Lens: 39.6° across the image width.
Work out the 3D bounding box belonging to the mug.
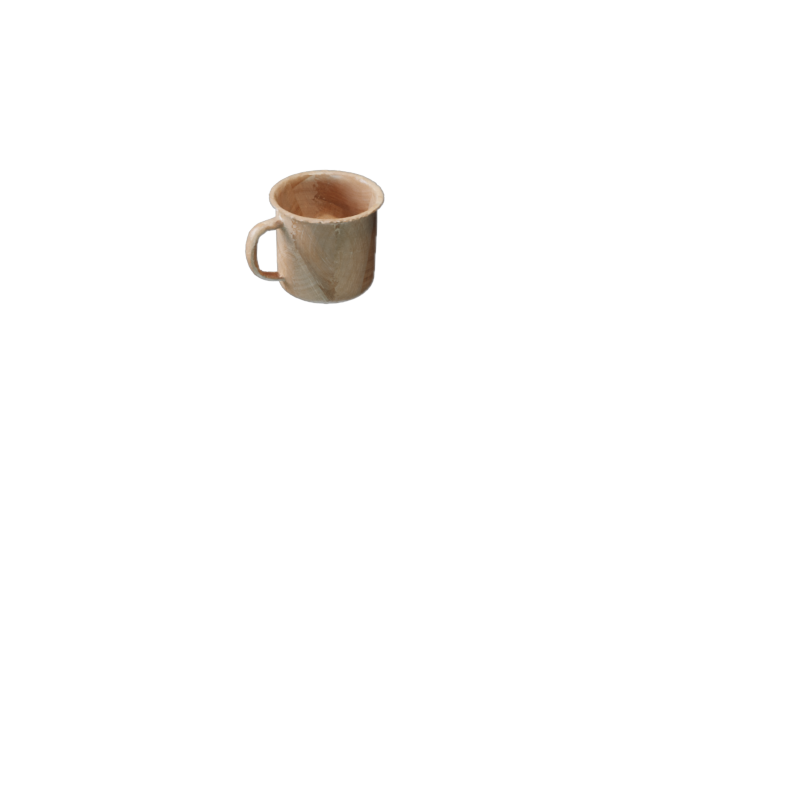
[{"bbox_3d":[-0.071,-0.129,0.902,0.115,0.076,0.101,-18,38,-25],"label":"mug"}]
